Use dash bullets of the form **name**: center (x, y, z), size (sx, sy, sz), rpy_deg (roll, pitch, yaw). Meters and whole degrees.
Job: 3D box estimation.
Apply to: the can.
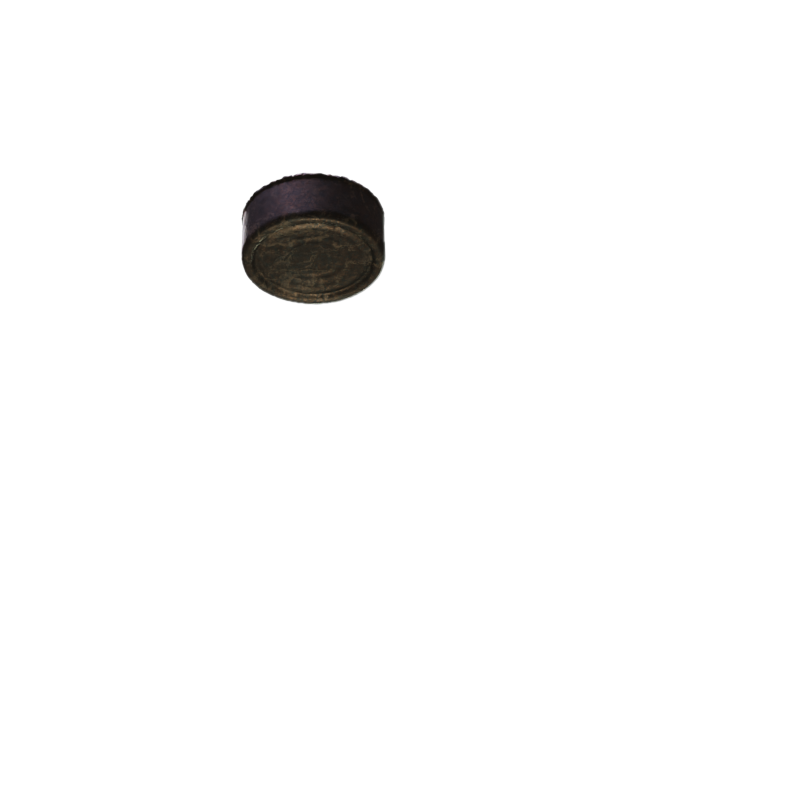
- **can**: center (-0.051, -0.093, 0.655), size (0.086, 0.036, 0.080), rpy_deg (1, -34, -2)
